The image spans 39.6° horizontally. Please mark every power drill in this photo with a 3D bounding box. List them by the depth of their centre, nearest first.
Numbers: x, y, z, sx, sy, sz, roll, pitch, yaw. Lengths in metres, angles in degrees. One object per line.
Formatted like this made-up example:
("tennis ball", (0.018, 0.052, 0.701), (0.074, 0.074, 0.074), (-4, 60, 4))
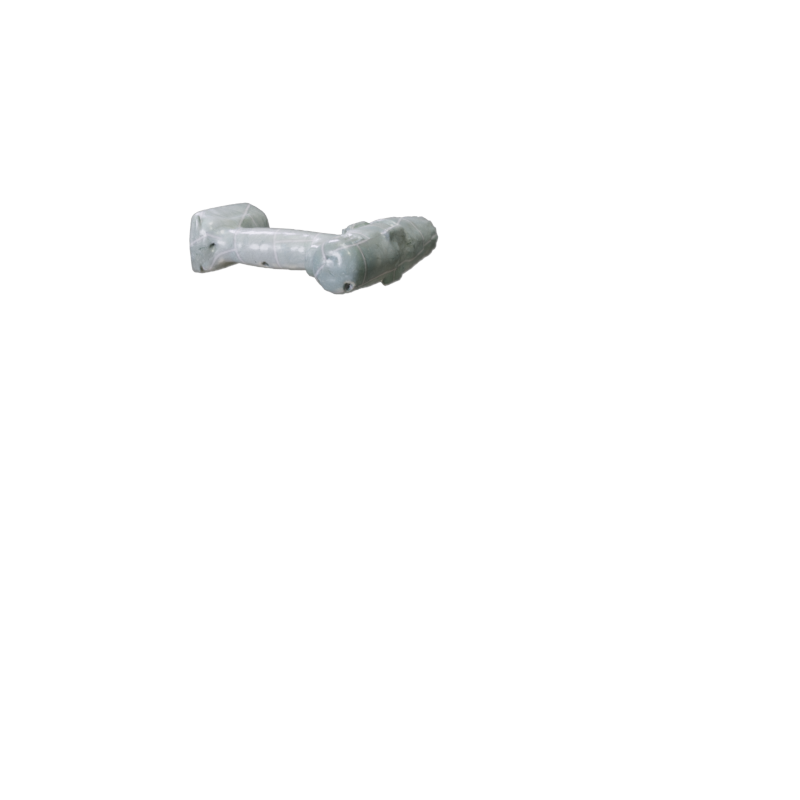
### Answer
("power drill", (-0.077, -0.140, 0.983), (0.195, 0.056, 0.183), (8, 17, 26))
